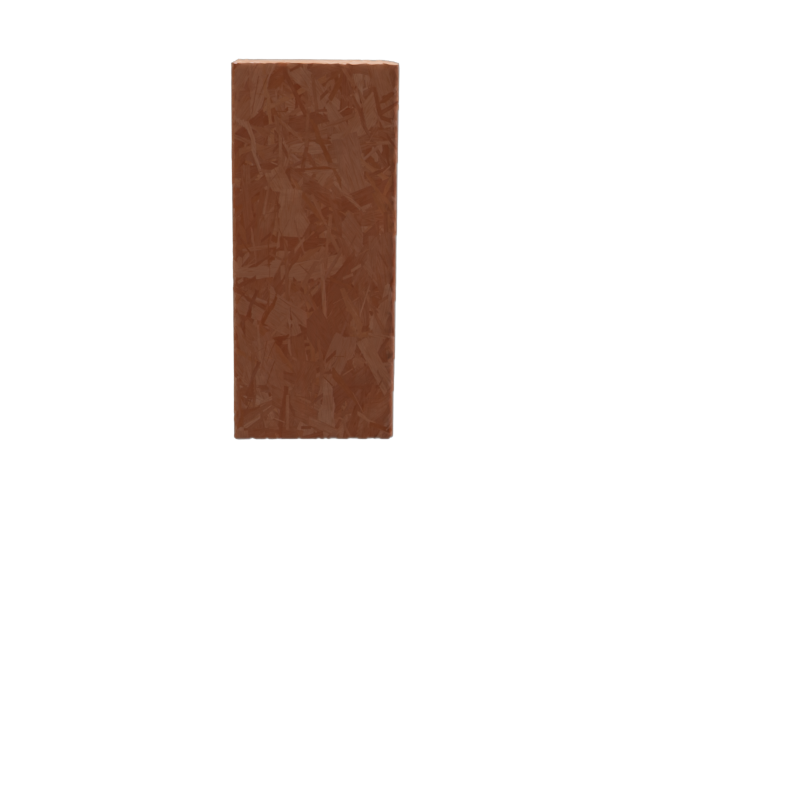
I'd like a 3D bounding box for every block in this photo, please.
[{"bbox_3d":[-0.050,-0.091,0.637,0.090,0.201,0.093,0,12,-3],"label":"block"}]
